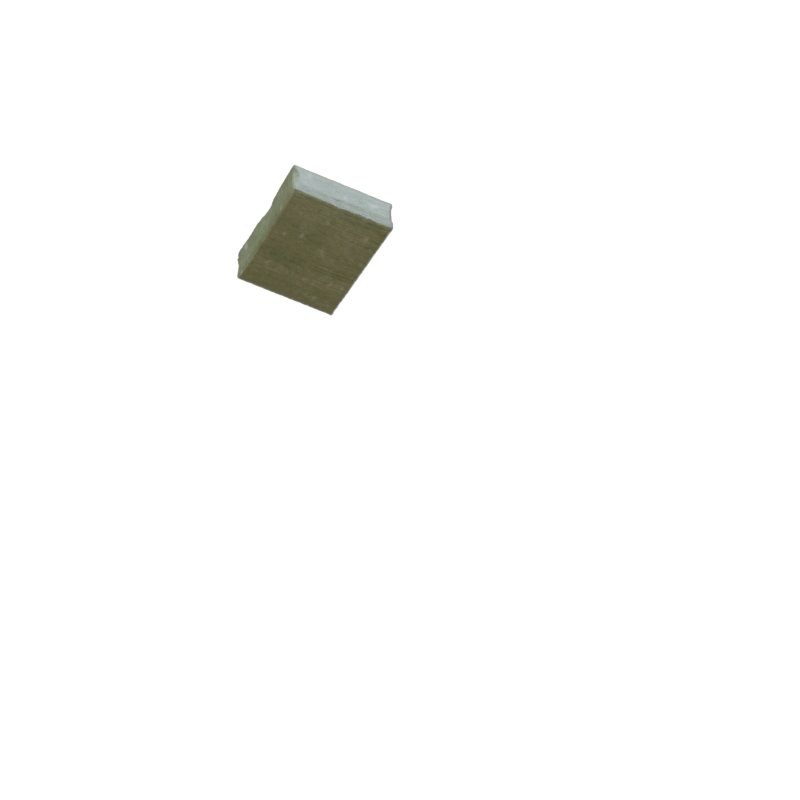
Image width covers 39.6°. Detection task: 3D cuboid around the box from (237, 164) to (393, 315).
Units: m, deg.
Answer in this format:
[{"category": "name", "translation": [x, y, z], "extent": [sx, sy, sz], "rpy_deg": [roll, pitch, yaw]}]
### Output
[{"category": "box", "translation": [-0.058, -0.105, 0.735], "extent": [0.070, 0.032, 0.086], "rpy_deg": [21, -50, -20]}]
